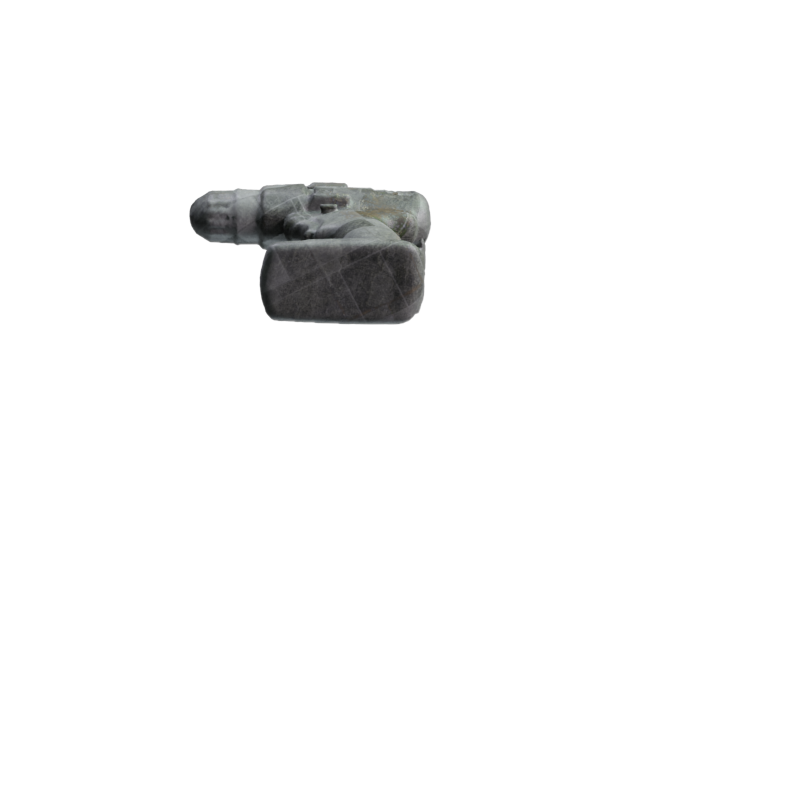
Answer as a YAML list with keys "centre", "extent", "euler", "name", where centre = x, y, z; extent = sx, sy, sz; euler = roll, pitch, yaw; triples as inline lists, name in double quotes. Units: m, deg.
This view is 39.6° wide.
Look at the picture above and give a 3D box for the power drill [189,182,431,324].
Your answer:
- centre: [-0.062, -0.112, 0.786]
  extent: [0.184, 0.055, 0.198]
  euler: [-2, 24, -4]
  name: "power drill"
